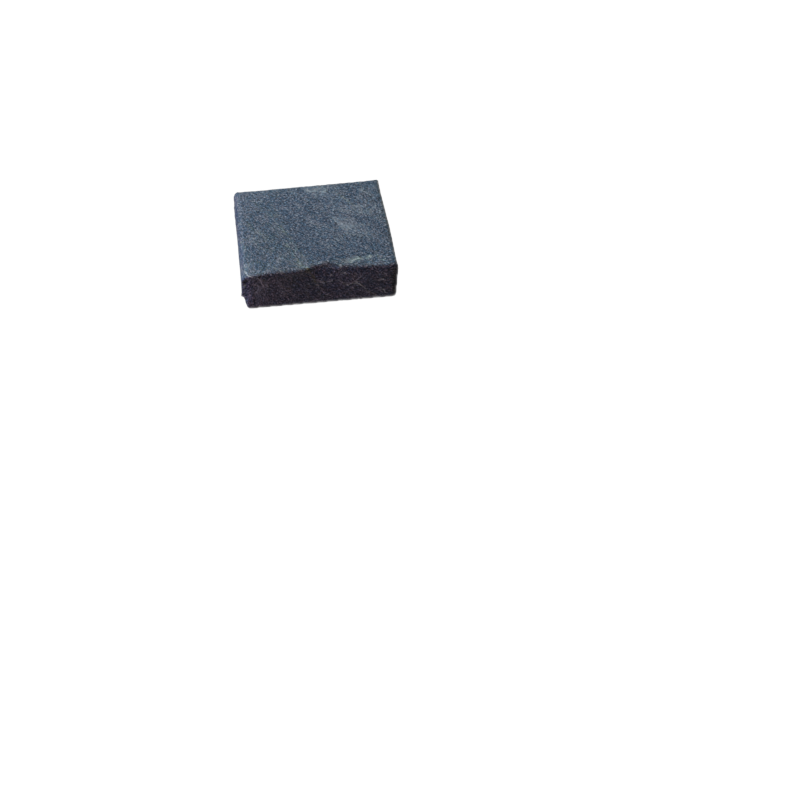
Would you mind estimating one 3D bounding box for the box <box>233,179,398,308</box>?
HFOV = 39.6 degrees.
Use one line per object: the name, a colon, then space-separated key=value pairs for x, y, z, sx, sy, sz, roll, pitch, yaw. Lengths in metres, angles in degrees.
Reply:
box: x=-0.051 y=-0.092 z=0.648 sx=0.089 sy=0.079 sz=0.028 roll=-6 pitch=-42 yaw=-6
